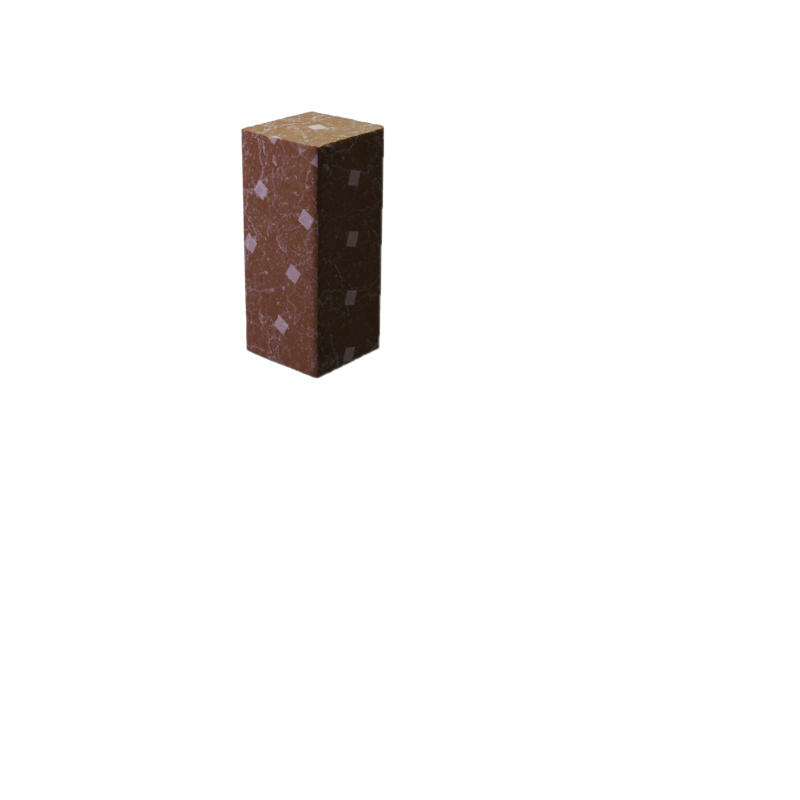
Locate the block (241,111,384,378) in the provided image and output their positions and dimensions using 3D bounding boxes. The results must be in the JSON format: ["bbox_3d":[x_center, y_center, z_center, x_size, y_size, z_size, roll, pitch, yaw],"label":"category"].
[{"bbox_3d":[-0.076,-0.138,0.969,0.095,0.197,0.090,19,27,37],"label":"block"}]
